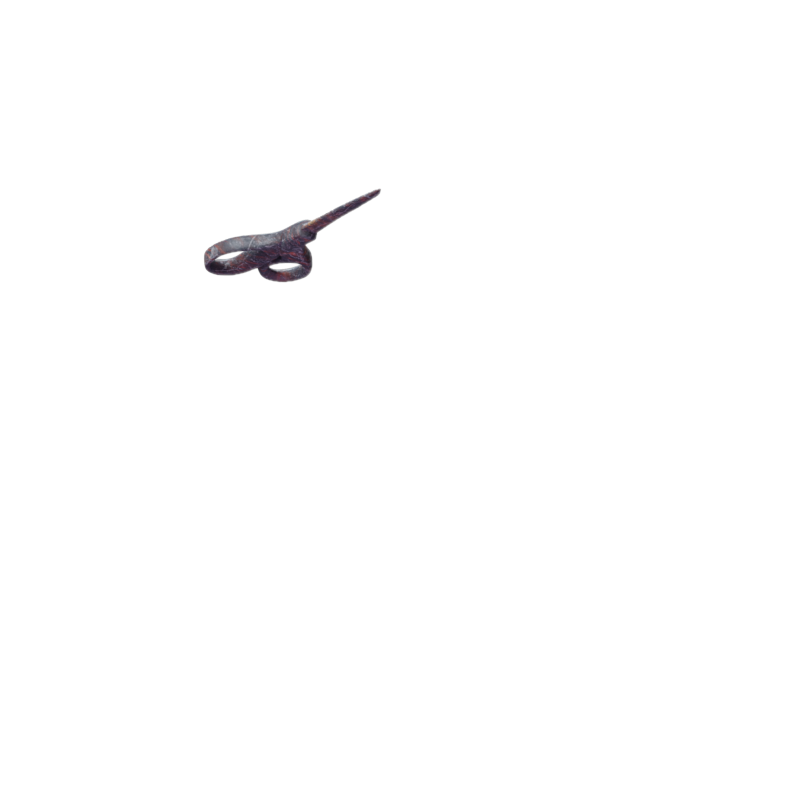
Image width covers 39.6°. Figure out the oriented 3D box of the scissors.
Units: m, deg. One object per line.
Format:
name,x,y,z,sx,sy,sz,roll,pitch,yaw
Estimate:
scissors,-0.067,-0.123,0.862,0.206,0.016,0.090,-10,-17,37
